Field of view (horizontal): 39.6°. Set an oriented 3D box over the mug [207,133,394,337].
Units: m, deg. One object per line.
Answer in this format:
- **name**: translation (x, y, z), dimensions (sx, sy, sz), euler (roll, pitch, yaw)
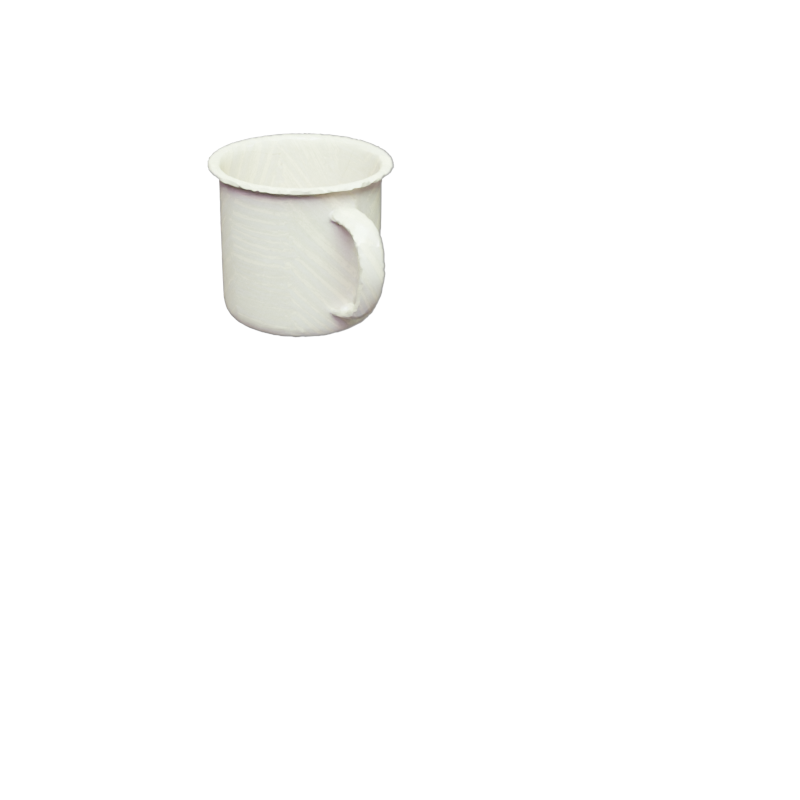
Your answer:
- **mug**: translation (-0.044, -0.080, 0.559), dimensions (0.092, 0.077, 0.126), euler (-16, 32, -31)
